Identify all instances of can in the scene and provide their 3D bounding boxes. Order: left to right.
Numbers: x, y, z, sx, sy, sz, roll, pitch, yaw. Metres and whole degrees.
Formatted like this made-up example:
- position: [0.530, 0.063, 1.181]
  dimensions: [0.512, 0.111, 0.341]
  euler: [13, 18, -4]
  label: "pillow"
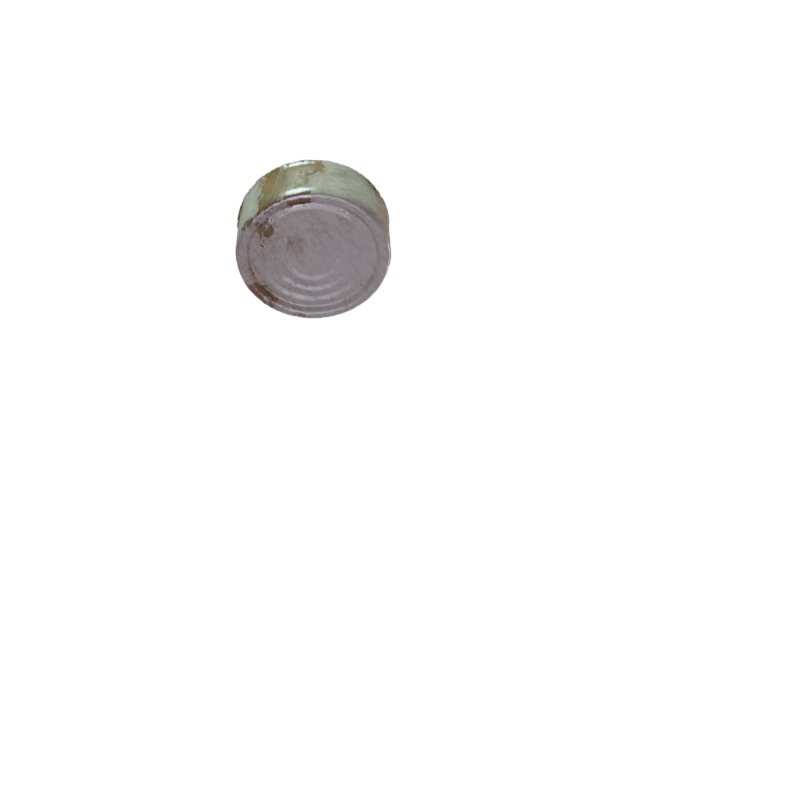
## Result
- position: [-0.048, -0.087, 0.611]
  dimensions: [0.086, 0.080, 0.036]
  euler: [1, 37, -1]
  label: "can"
